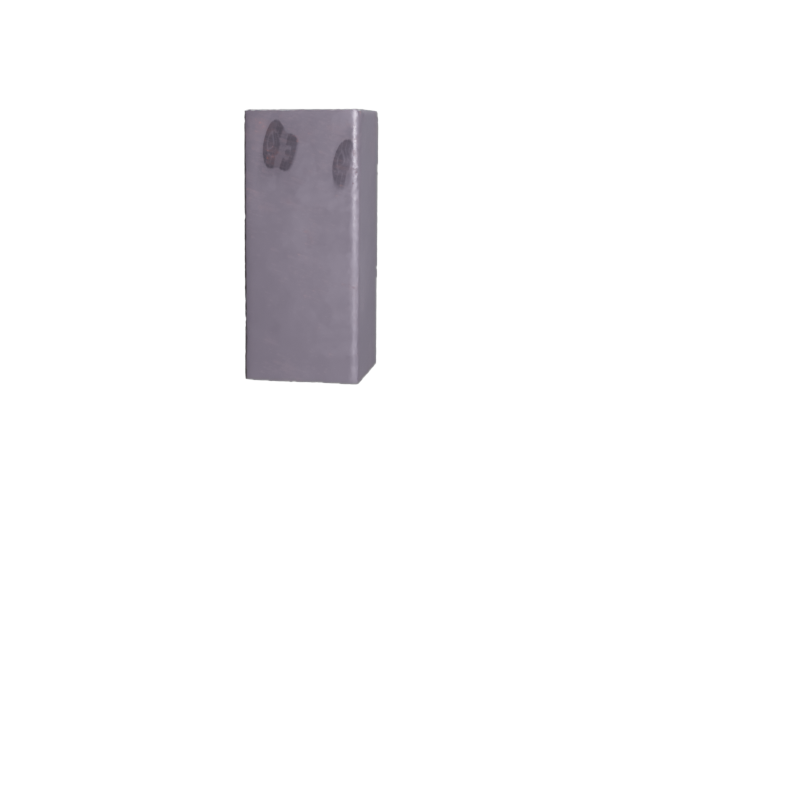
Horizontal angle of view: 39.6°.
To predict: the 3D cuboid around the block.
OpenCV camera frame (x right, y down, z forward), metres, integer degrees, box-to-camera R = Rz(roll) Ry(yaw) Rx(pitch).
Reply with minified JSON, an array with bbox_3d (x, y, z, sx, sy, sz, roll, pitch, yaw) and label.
[{"bbox_3d":[-0.068,-0.124,0.870,0.092,0.203,0.091,2,6,10],"label":"block"}]
